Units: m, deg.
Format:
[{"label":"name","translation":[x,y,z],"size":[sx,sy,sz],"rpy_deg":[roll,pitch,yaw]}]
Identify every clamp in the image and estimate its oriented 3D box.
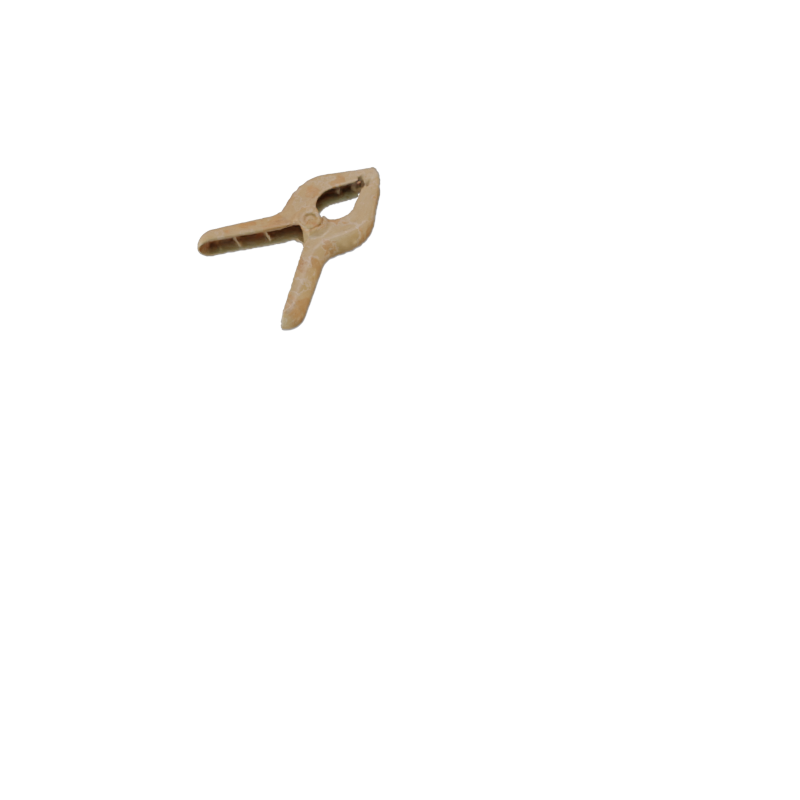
[{"label":"clamp","translation":[-0.075,-0.136,0.954],"size":[0.172,0.127,0.037],"rpy_deg":[-33,-21,-15]}]
